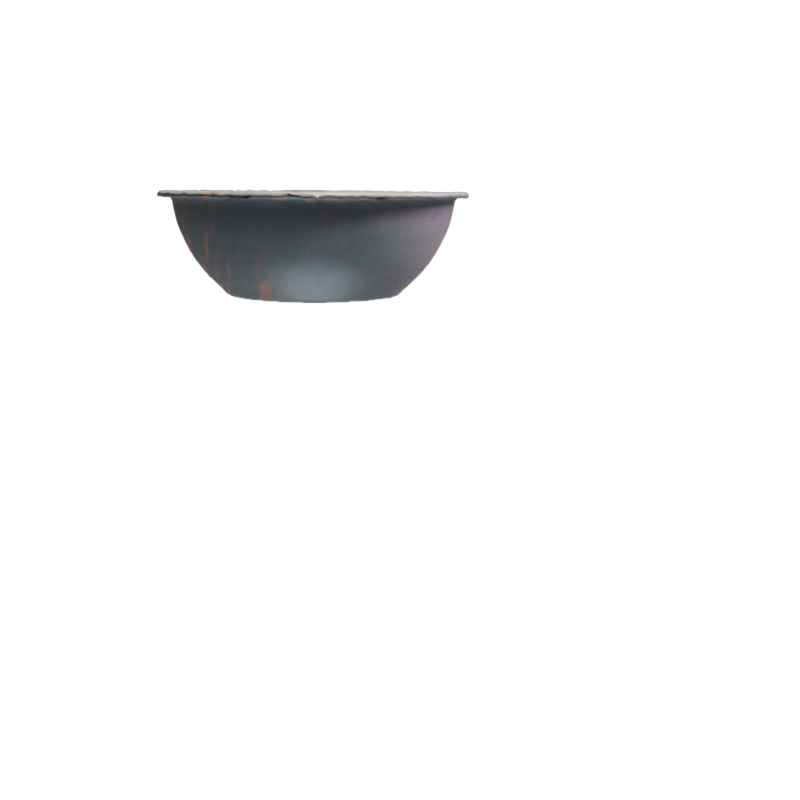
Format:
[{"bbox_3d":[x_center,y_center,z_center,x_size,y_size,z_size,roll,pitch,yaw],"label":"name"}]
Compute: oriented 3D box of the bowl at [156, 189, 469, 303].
[{"bbox_3d":[-0.046,-0.083,0.581,0.162,0.054,0.165,0,11,-2],"label":"bowl"}]
